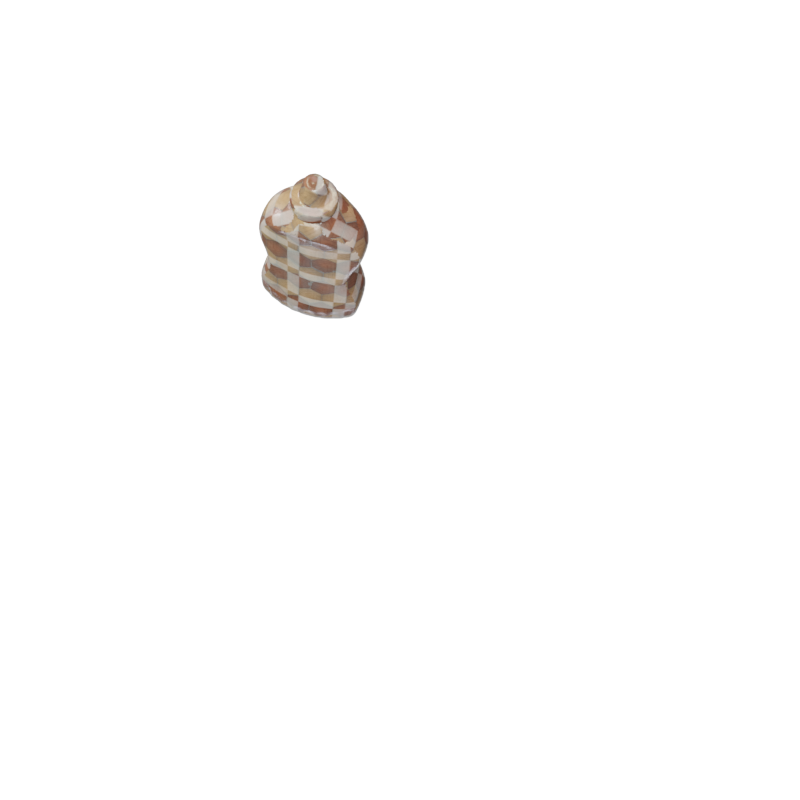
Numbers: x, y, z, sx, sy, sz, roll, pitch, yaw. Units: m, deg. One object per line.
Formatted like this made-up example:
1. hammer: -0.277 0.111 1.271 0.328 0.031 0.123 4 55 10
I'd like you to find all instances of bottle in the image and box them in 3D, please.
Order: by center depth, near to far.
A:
1. bottle: -0.077 -0.141 0.984 0.098 0.061 0.181 21 -23 6
